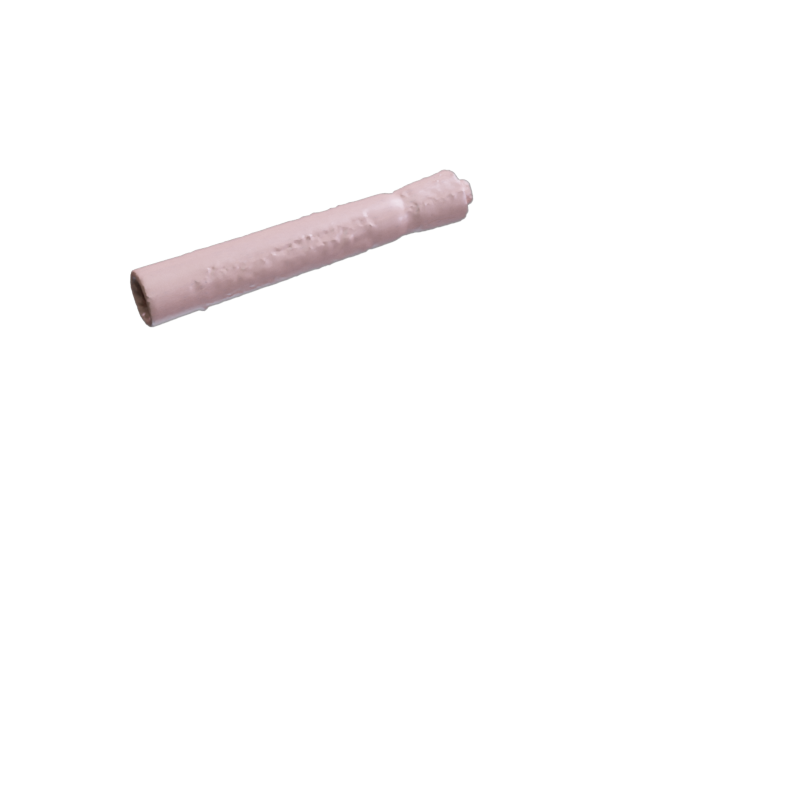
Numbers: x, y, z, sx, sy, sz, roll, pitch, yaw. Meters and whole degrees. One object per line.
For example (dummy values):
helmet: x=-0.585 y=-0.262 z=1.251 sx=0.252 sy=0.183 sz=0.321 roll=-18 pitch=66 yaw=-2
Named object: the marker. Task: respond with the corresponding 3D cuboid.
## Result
marker: x=-0.028 y=-0.052 z=0.363 sx=0.120 sy=0.019 sz=0.020 roll=-22 pitch=13 yaw=-22
